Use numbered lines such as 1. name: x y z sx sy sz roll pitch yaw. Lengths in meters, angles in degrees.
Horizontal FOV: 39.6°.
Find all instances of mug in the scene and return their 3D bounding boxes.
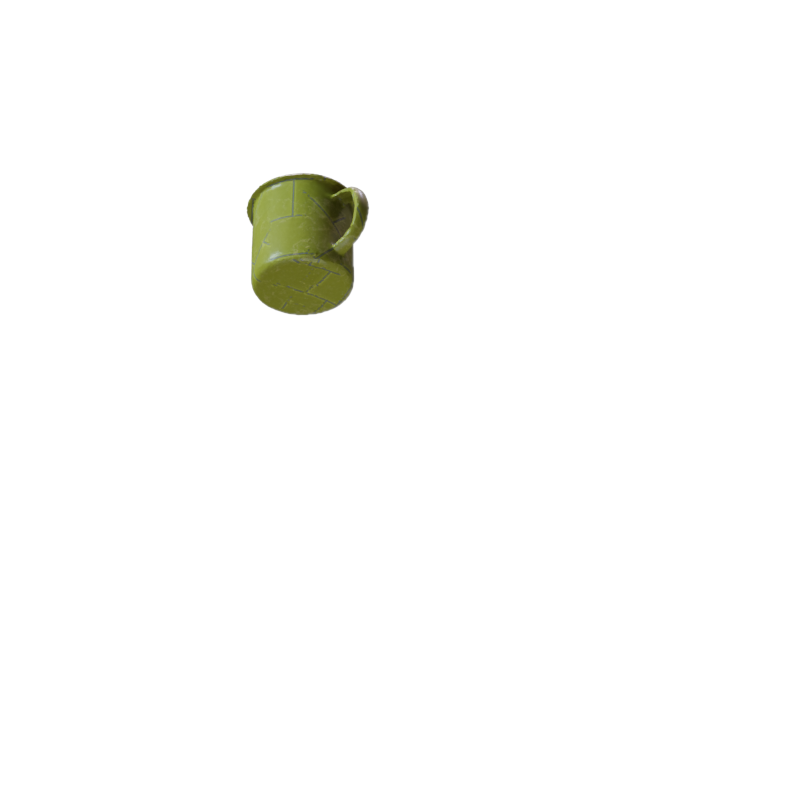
1. mug: -0.069 -0.127 0.888 0.117 0.087 0.087 -27 -42 33
